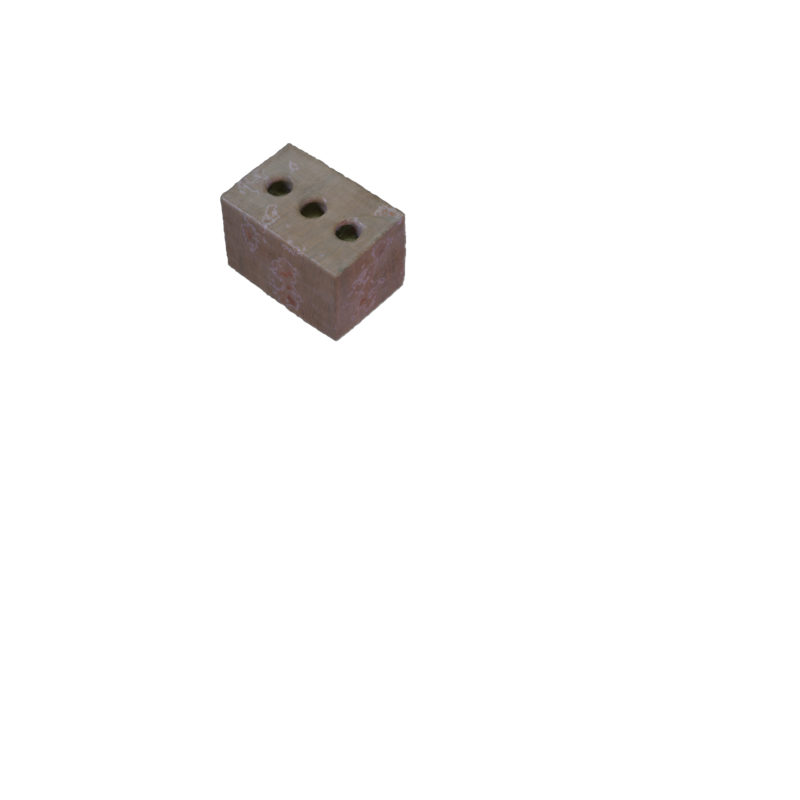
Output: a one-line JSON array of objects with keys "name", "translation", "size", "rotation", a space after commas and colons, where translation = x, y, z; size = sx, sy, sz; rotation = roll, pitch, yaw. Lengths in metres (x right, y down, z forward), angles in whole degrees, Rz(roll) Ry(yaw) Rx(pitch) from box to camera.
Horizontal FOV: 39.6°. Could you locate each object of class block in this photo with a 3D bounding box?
[{"name": "block", "translation": [-0.043, -0.078, 0.545], "size": [0.082, 0.048, 0.053], "rotation": [34, 58, 23]}]
